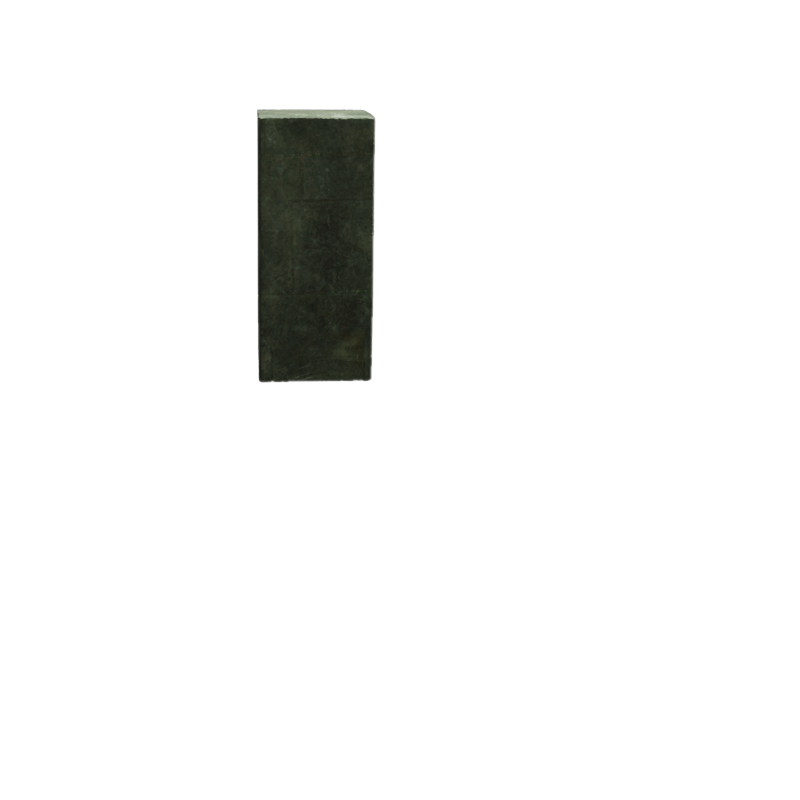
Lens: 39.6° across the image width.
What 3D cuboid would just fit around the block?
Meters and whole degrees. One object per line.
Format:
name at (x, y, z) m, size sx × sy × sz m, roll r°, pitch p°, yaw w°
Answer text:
block at (-0.069, -0.127, 0.889) m, size 0.090 × 0.200 × 0.093 m, roll 0°, pitch 13°, yaw -6°
